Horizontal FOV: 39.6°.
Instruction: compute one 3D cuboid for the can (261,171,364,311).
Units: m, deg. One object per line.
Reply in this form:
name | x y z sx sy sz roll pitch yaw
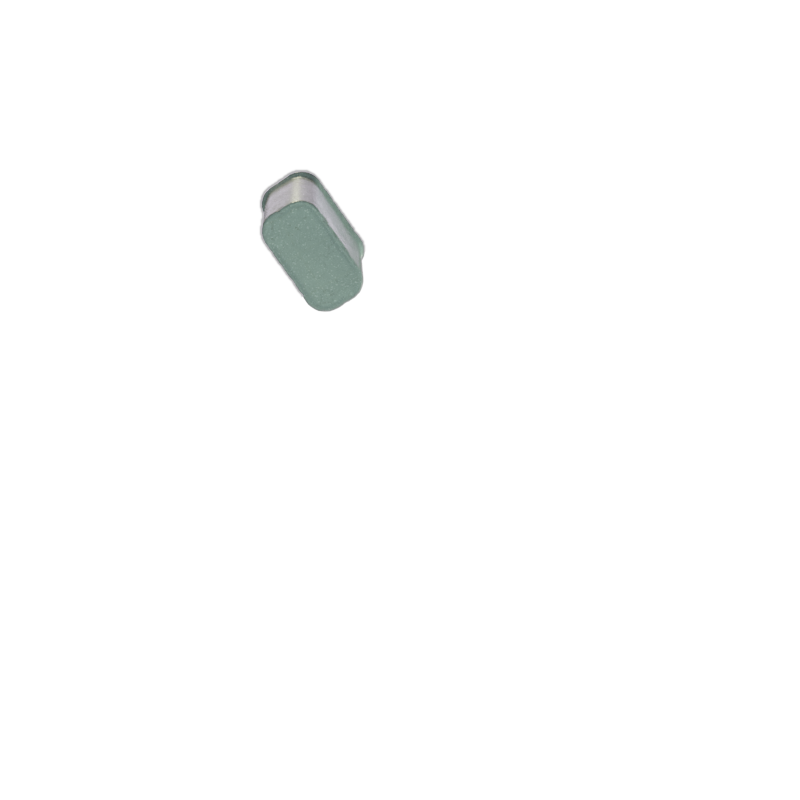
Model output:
can | -0.073 -0.132 0.928 0.057 0.098 0.088 -33 19 11
